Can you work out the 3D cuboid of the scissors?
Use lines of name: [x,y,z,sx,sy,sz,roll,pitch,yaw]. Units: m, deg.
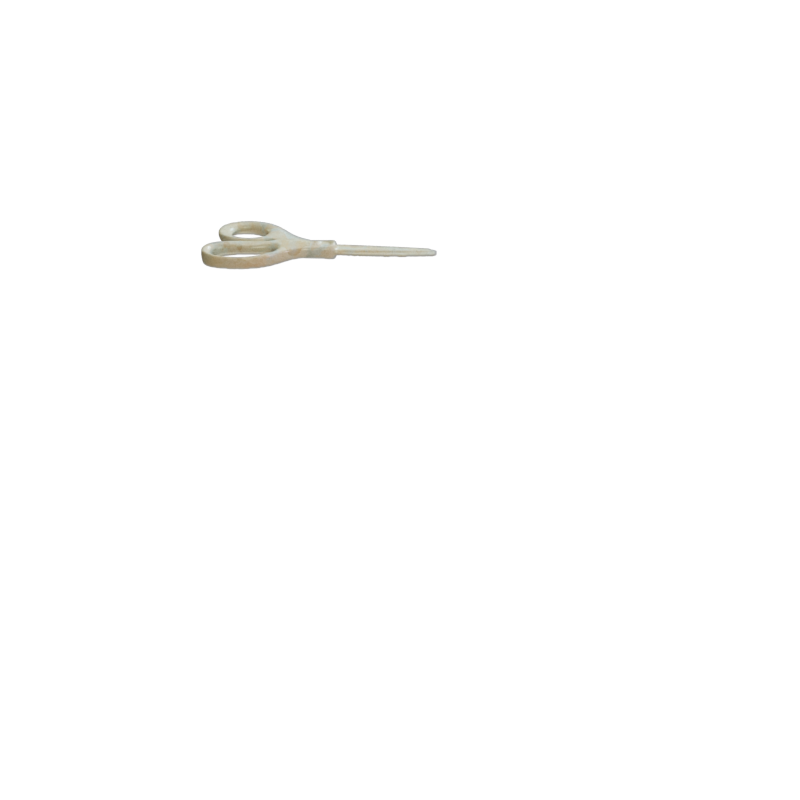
scissors: [-0.077,-0.141,0.988,0.199,0.015,0.103,-6,29,-10]
